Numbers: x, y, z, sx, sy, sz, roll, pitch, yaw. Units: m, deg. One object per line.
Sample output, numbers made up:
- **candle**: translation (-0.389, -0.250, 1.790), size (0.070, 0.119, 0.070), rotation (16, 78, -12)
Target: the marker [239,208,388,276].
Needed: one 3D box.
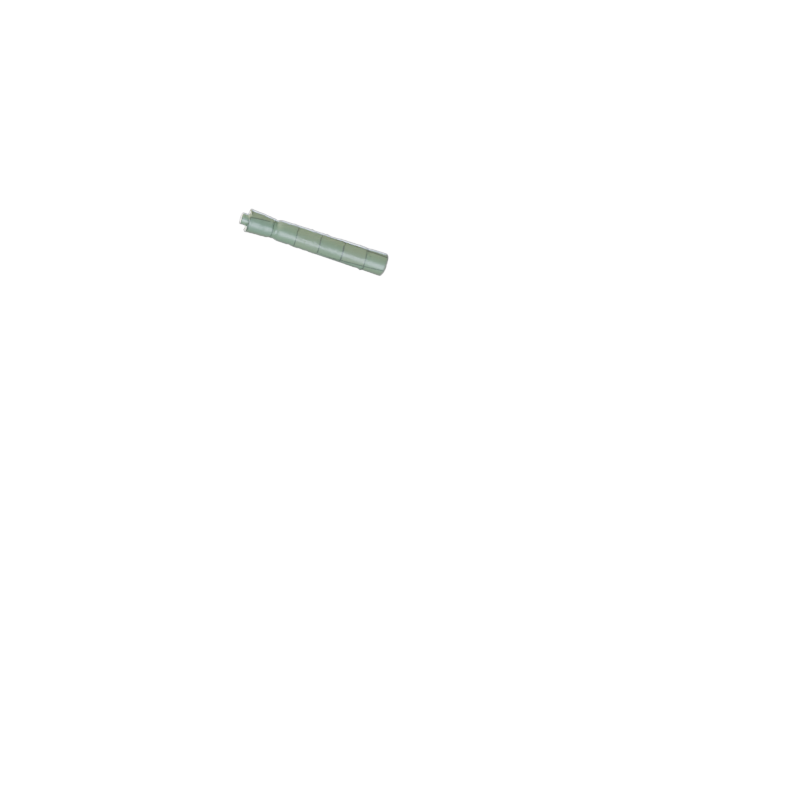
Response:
- **marker**: translation (-0.068, -0.124, 0.871), size (0.118, 0.020, 0.020), rotation (17, 0, -11)
